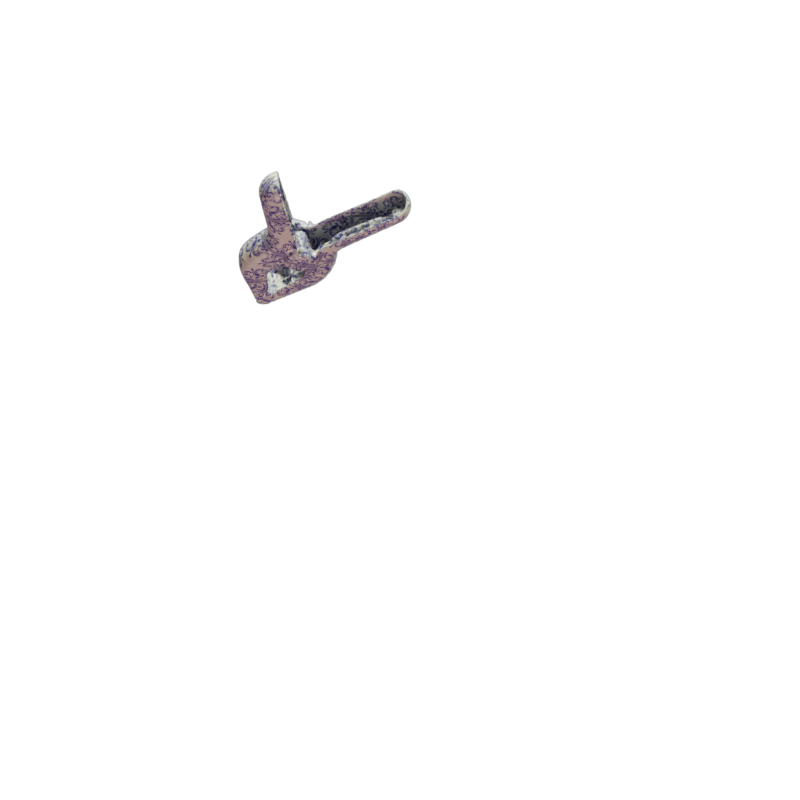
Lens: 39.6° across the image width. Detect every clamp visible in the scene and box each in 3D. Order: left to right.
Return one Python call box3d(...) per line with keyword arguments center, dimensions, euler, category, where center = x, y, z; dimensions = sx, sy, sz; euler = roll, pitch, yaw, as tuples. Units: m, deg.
box3d(center=(-0.068, -0.125, 0.874), dimensions=(0.117, 0.041, 0.166), euler=(7, -23, -17), category="clamp")
